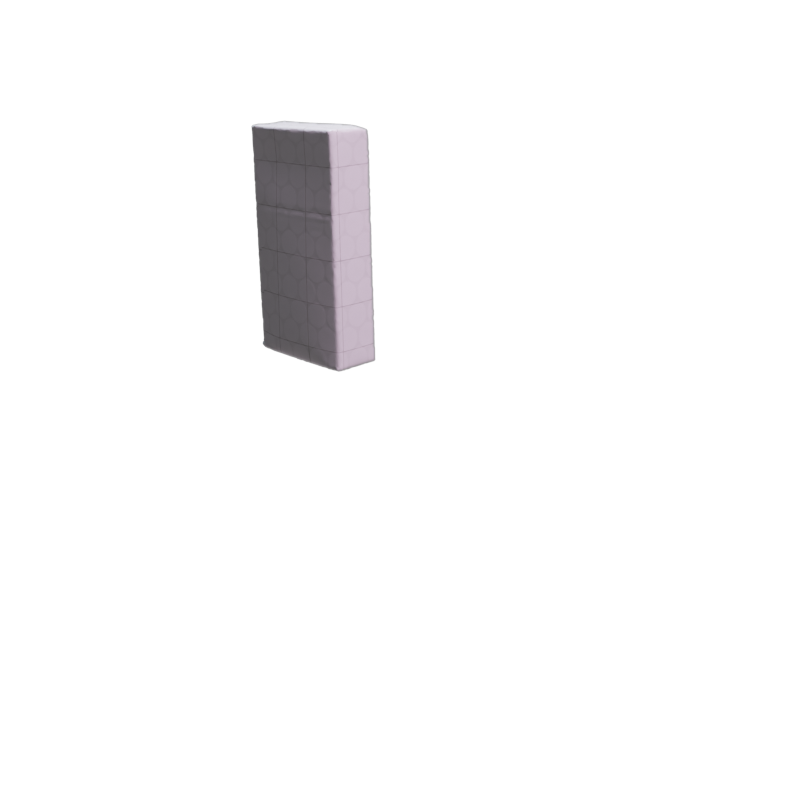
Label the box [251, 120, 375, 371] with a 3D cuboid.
[{"bbox_3d":[-0.065,-0.118,0.829,0.047,0.172,0.098,-9,15,-42],"label":"box"}]
